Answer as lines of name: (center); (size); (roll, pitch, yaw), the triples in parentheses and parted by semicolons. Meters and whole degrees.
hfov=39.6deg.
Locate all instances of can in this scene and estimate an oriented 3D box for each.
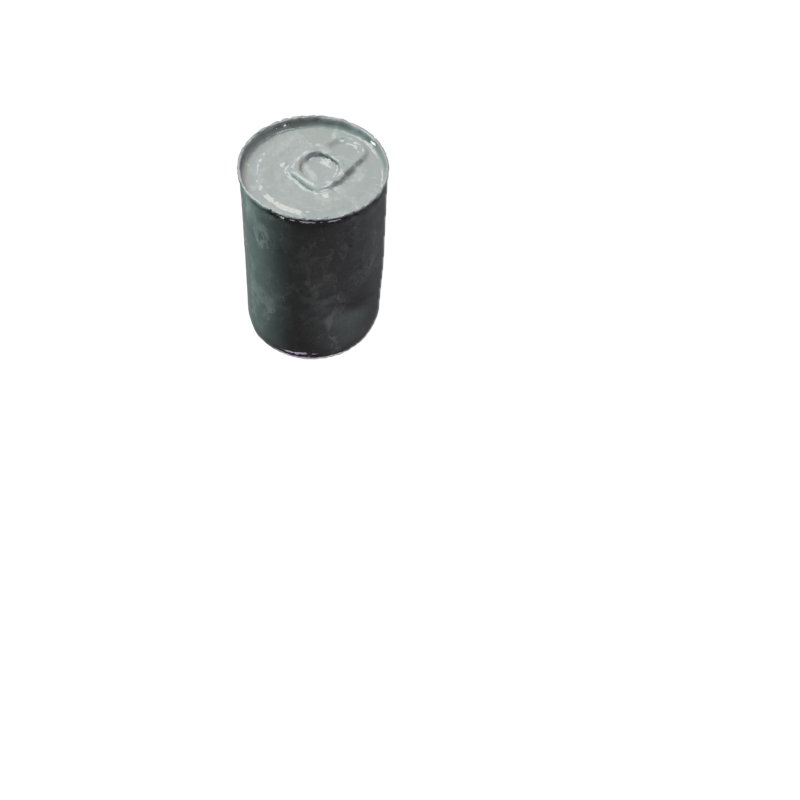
can: (-0.041, -0.076, 0.530); (0.068, 0.073, 0.095); (0, -38, -3)
